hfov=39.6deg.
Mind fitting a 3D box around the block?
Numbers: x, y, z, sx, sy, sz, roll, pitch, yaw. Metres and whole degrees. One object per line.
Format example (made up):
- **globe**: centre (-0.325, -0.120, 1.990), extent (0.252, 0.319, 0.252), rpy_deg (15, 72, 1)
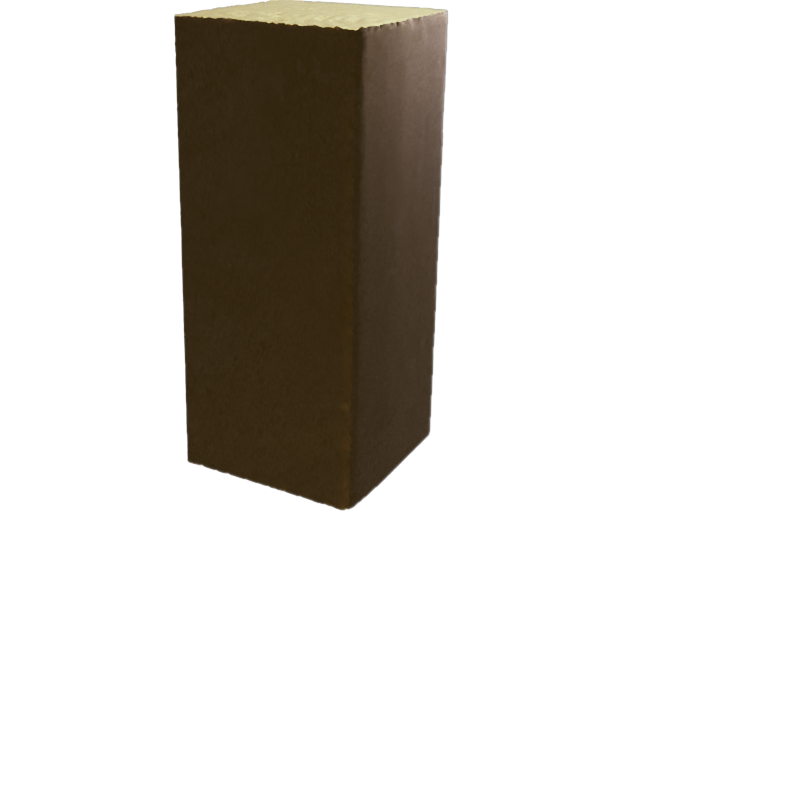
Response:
- **block**: centre (-0.039, -0.072, 0.503), extent (0.095, 0.198, 0.090), rpy_deg (11, 21, 26)
